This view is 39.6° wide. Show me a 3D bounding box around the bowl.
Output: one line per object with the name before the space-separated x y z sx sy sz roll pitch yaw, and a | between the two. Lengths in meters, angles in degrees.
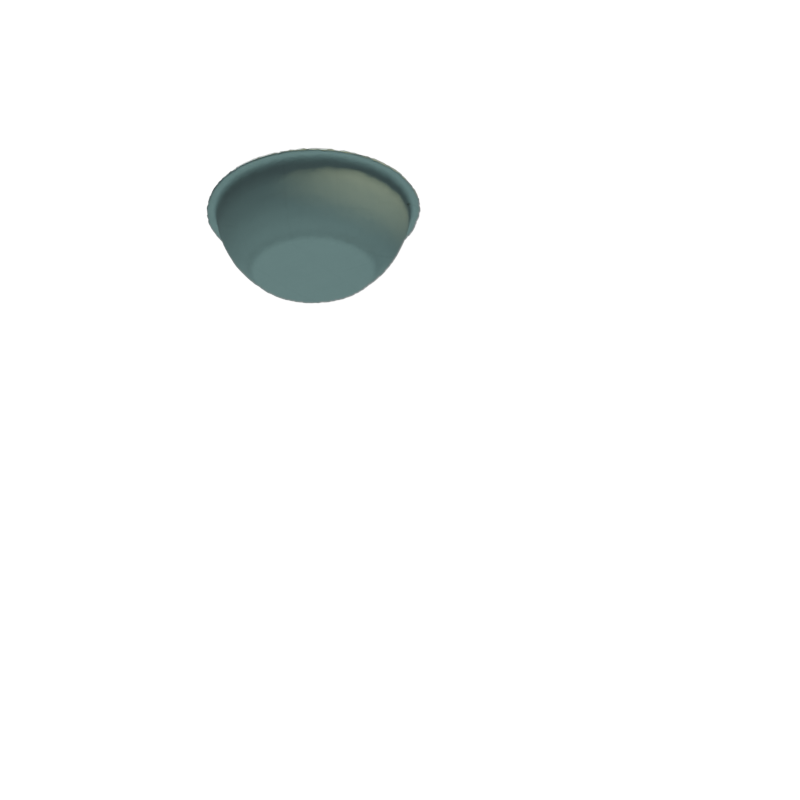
bowl | -0.065 -0.118 0.827 0.162 0.059 0.152 1 -27 -2
